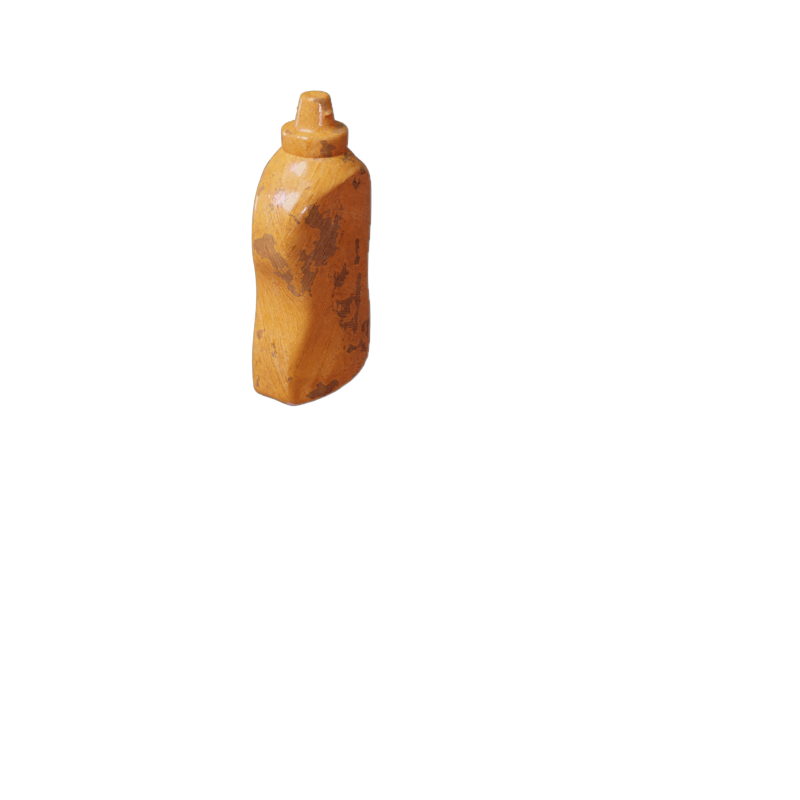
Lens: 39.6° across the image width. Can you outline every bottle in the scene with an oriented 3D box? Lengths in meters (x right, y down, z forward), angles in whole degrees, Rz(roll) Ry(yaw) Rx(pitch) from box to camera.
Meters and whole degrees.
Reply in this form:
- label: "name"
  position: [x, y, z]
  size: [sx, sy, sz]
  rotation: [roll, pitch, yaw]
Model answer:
- label: "bottle"
  position: [-0.054, -0.099, 0.696]
  size: [0.061, 0.182, 0.096]
  rotation: [17, 30, 30]
